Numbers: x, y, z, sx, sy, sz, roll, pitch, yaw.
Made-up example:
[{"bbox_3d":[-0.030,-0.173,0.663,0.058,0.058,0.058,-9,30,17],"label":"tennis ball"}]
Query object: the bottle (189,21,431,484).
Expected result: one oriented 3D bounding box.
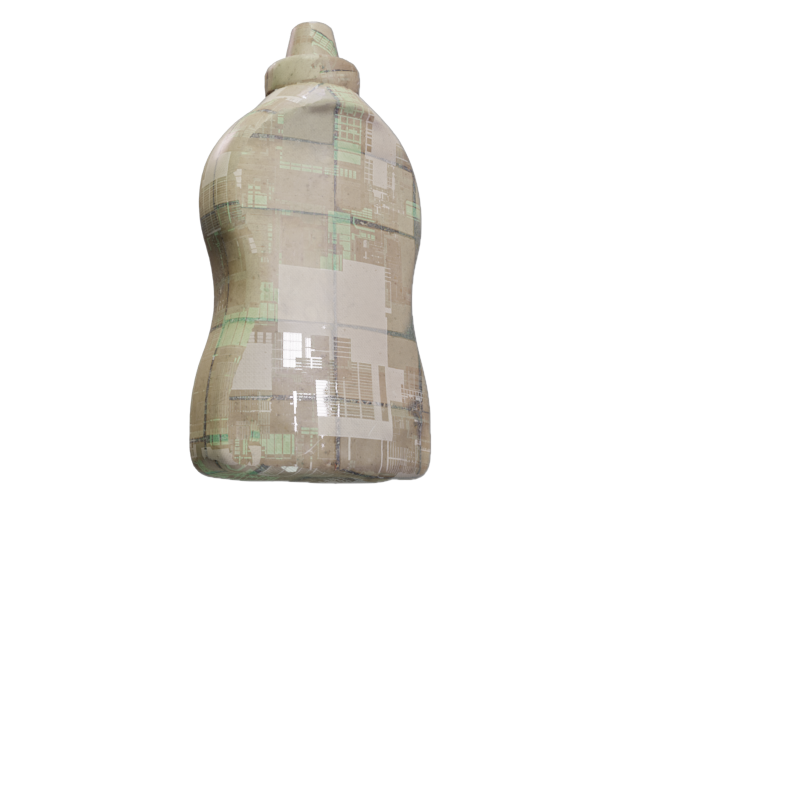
[{"bbox_3d":[-0.036,-0.065,0.455,0.092,0.198,0.059,7,-16,-29],"label":"bottle"}]
